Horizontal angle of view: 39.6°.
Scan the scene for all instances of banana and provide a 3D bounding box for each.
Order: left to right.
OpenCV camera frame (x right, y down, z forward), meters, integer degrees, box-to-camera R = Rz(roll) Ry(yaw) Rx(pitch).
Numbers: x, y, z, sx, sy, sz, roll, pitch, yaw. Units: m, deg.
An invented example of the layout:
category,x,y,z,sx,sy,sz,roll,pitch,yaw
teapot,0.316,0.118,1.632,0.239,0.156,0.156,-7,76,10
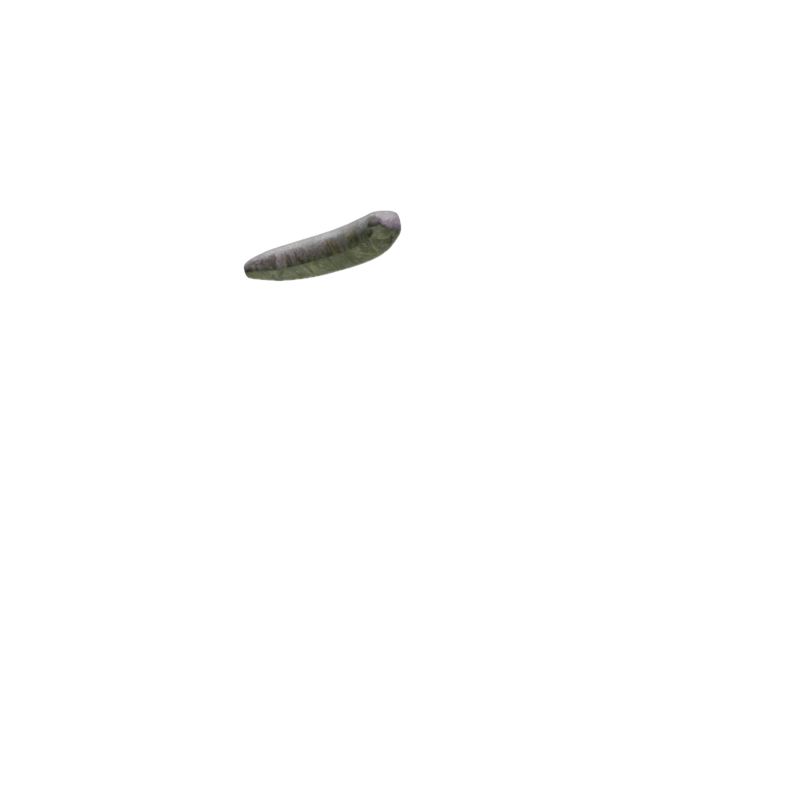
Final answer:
category,x,y,z,sx,sy,sz,roll,pitch,yaw
banana,-0.061,-0.139,0.994,0.066,0.038,0.200,11,-16,-39
